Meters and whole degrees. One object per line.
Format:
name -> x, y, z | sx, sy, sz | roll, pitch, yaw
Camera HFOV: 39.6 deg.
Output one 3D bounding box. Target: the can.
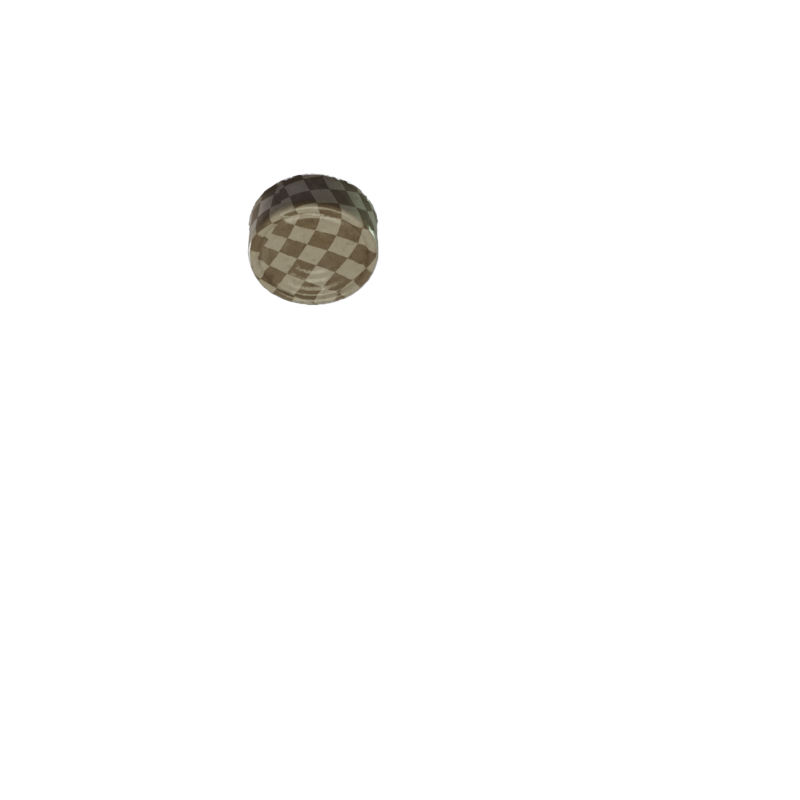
can -> -0.057, -0.103, 0.723 | 0.086, 0.080, 0.036 | 1, 41, -1
